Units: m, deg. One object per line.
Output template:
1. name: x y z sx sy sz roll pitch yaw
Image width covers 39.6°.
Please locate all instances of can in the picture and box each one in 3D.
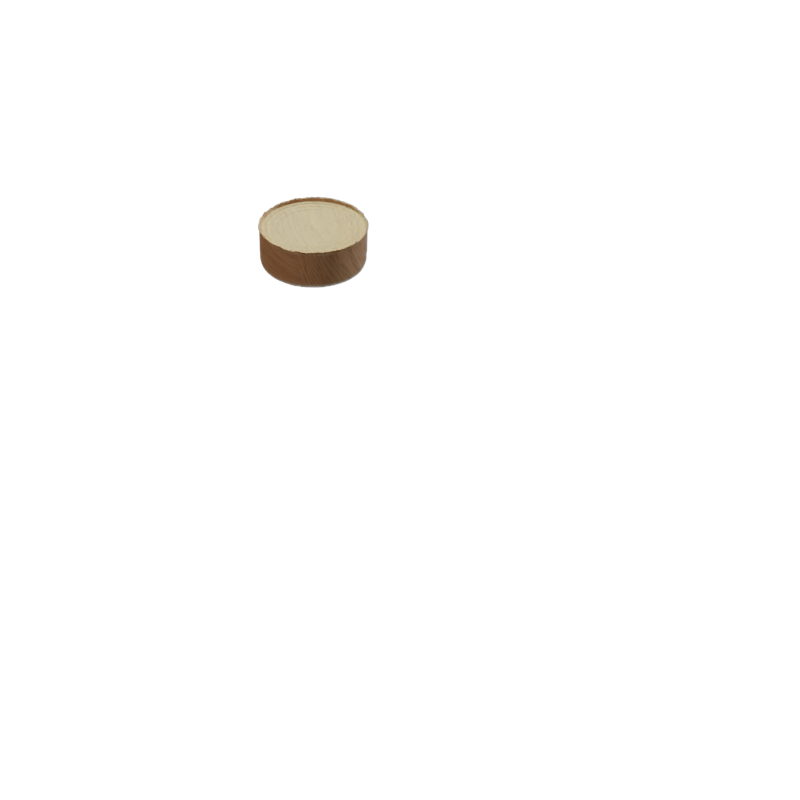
1. can: -0.068 -0.124 0.869 0.086 0.031 0.092 -1 37 -2
